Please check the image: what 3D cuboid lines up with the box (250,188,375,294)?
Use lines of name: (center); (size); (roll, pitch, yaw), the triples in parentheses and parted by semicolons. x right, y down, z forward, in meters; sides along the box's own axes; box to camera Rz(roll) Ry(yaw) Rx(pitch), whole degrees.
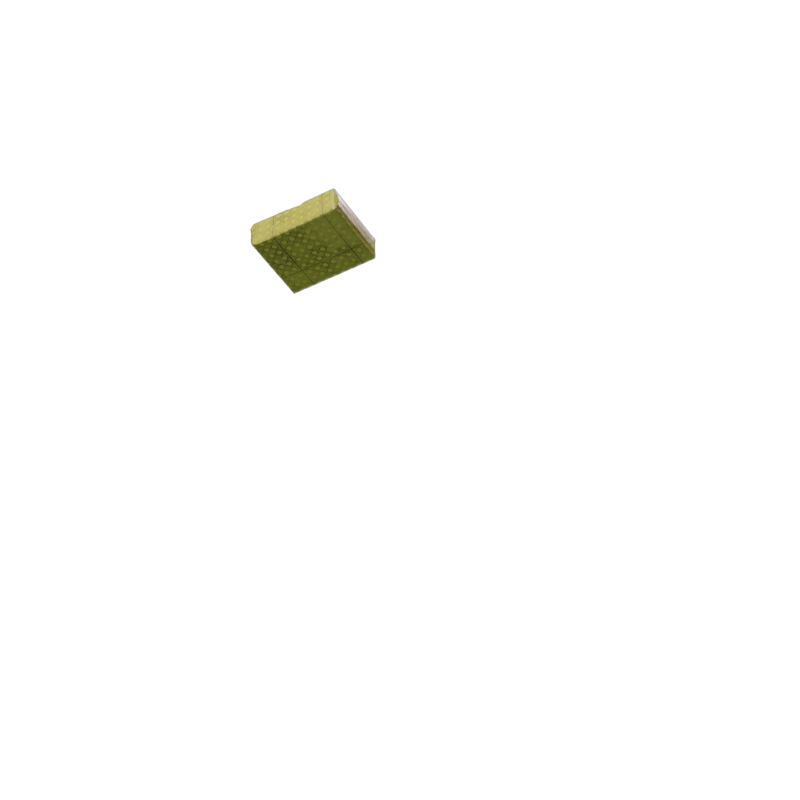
box: (-0.077, -0.141, 0.988); (0.090, 0.032, 0.068); (-21, -46, 21)
